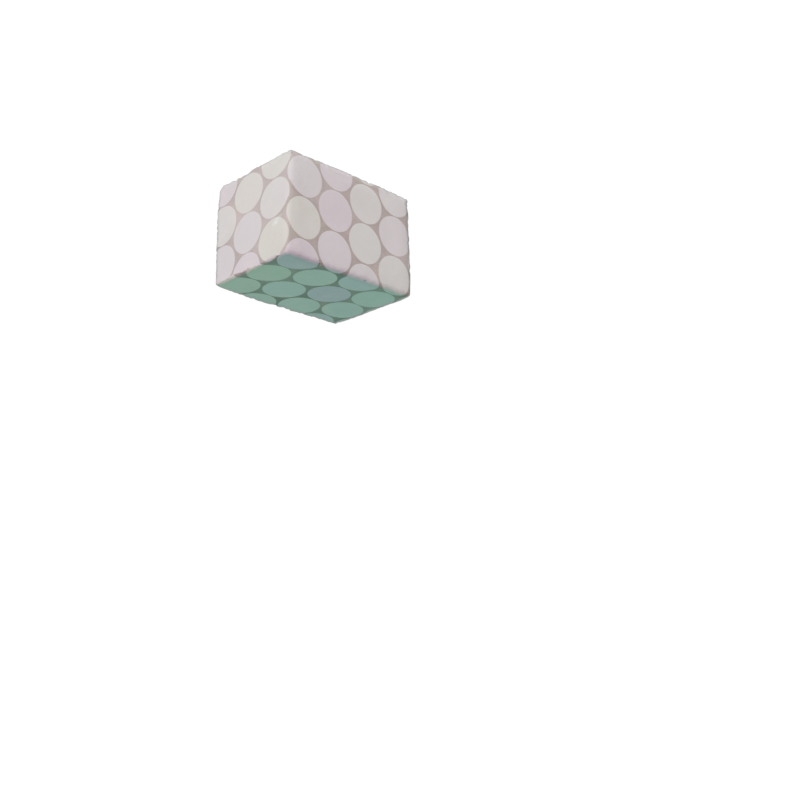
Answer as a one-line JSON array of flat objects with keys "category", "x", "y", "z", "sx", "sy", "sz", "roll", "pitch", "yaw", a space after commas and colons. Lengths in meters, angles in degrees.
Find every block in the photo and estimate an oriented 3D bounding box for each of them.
[{"category": "block", "x": -0.040, "y": -0.074, "z": 0.516, "sx": 0.073, "sy": 0.054, "sz": 0.053, "roll": 17, "pitch": -27, "yaw": -41}]
